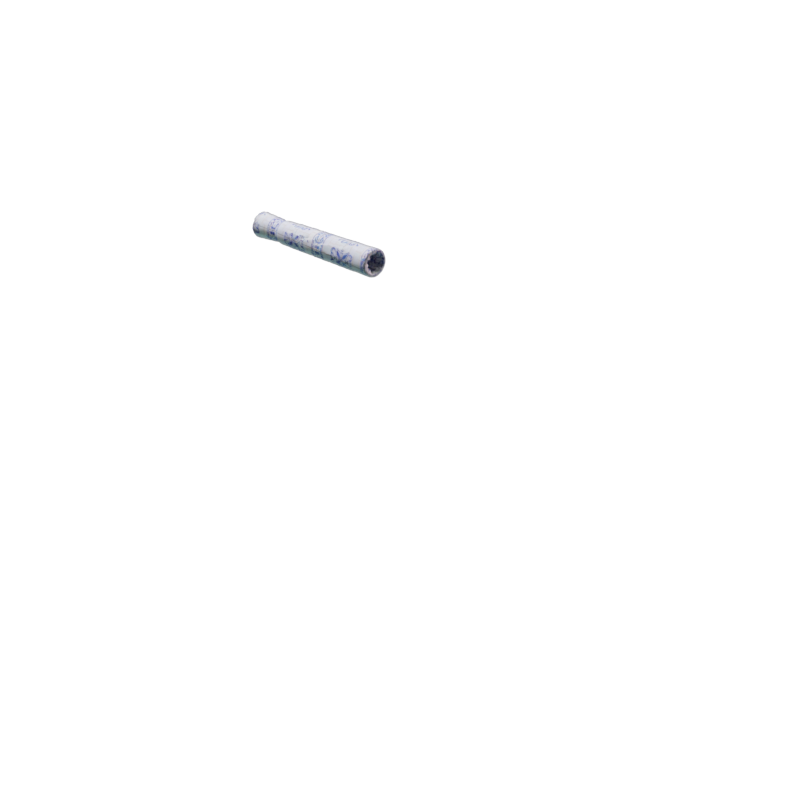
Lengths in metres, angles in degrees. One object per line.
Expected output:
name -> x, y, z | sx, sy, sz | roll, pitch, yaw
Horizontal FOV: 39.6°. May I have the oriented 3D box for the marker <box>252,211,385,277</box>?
marker -> -0.058, -0.105, 0.735 | 0.019, 0.019, 0.129 | -3, 20, -42
